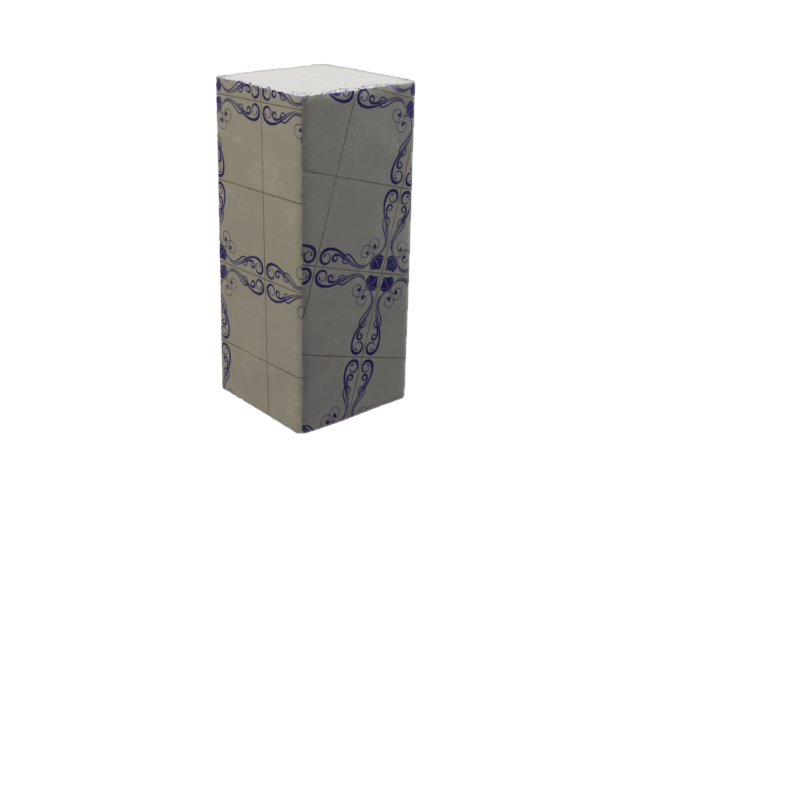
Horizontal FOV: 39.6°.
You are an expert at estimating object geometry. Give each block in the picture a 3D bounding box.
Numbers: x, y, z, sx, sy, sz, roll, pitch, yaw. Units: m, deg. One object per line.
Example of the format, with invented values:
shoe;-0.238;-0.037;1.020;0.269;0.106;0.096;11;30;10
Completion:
block;-0.054;-0.099;0.694;0.088;0.198;0.096;-14;24;-38
